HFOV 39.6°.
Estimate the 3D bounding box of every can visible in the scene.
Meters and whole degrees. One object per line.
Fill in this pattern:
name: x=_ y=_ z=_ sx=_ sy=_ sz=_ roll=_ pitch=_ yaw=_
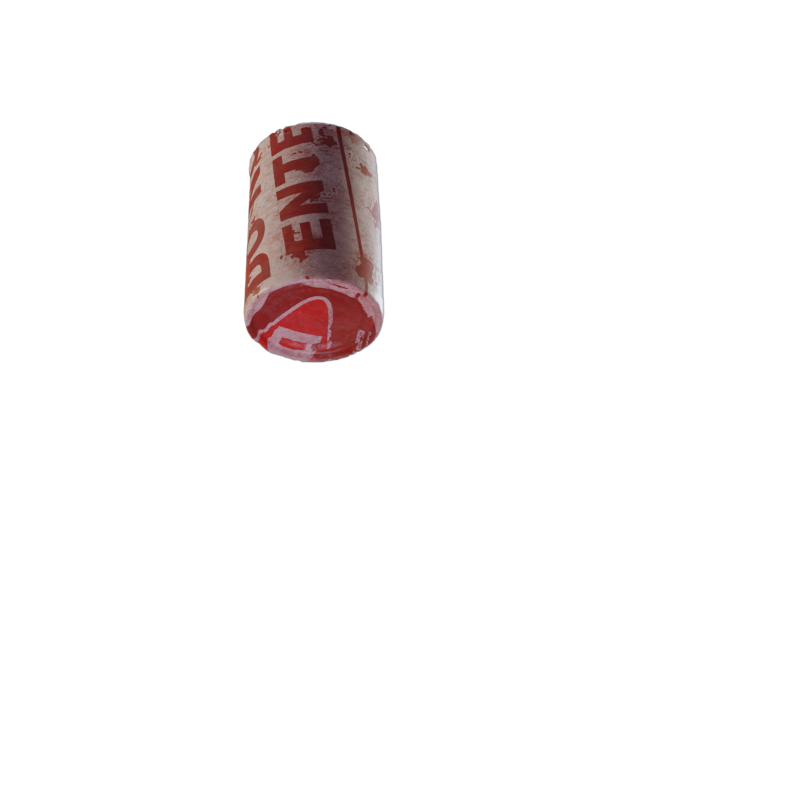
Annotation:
can: x=-0.043 y=-0.079 z=0.551 sx=0.068 sy=0.110 sz=0.064 roll=-1 pitch=-37 yaw=-3
